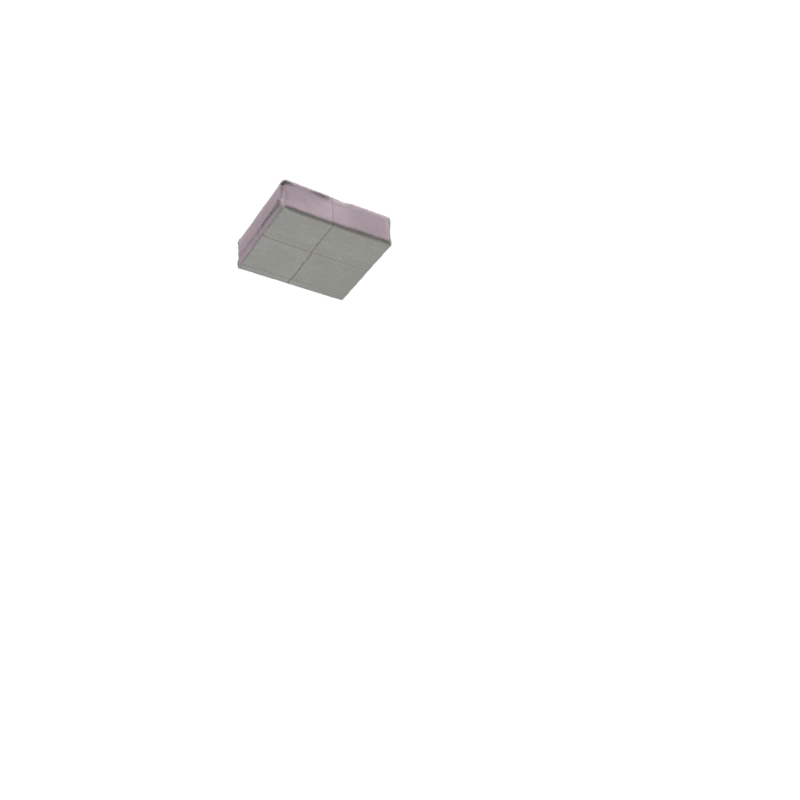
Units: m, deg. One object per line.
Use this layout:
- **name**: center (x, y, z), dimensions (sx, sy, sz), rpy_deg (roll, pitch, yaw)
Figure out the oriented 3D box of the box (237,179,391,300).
- **box**: center (-0.062, -0.113, 0.793), dimensions (0.086, 0.032, 0.071), rpy_deg (18, -40, -23)
